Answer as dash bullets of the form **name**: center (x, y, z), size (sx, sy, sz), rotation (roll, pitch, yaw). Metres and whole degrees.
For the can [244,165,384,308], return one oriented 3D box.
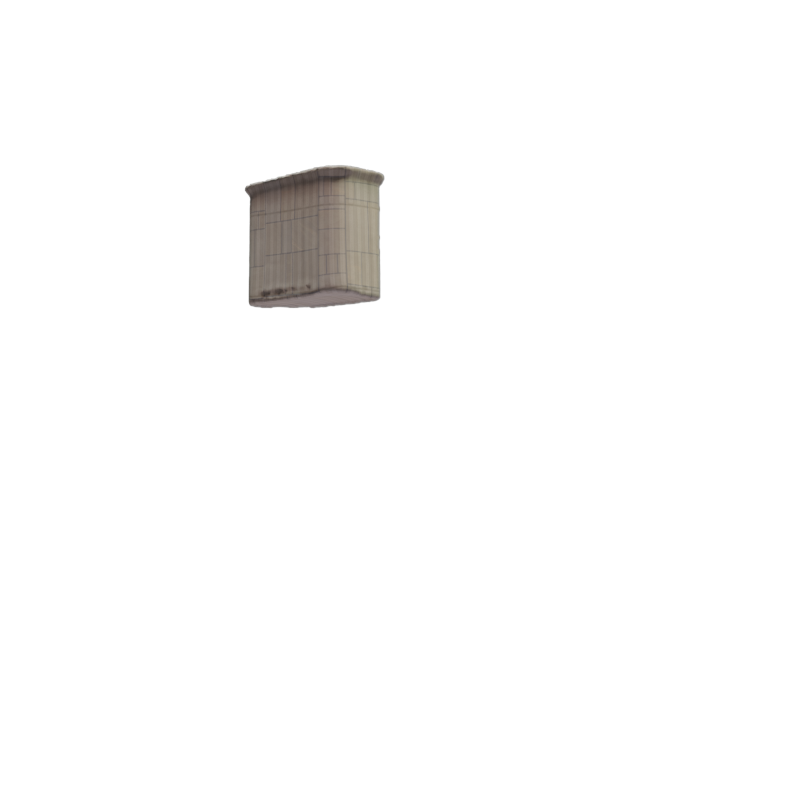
- **can**: center (-0.059, -0.107, 0.751), size (0.105, 0.085, 0.055), rotation (-5, -8, 44)
